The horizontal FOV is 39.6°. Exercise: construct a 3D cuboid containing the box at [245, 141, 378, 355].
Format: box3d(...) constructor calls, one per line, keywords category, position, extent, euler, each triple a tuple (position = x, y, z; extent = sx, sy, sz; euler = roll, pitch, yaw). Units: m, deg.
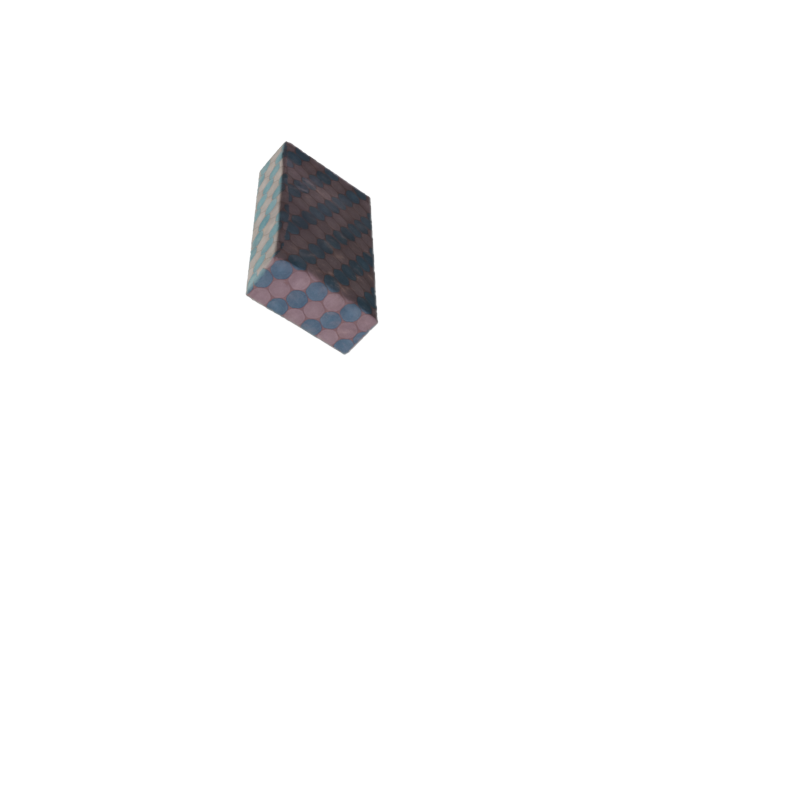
box3d(category="box", position=(-0.067, -0.122, 0.855), extent=(0.089, 0.047, 0.188), euler=(31, 28, -23))
